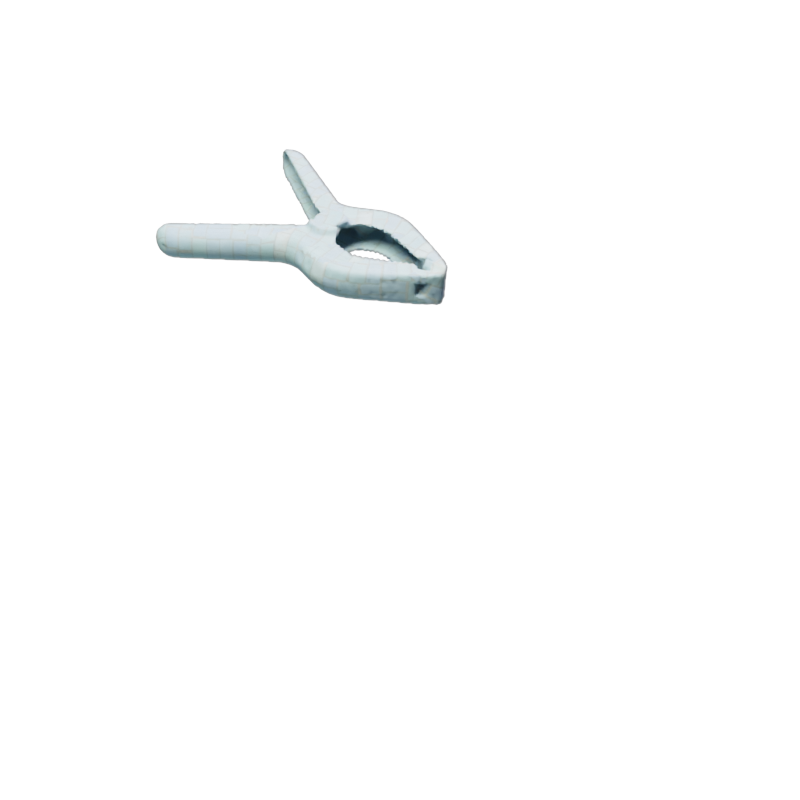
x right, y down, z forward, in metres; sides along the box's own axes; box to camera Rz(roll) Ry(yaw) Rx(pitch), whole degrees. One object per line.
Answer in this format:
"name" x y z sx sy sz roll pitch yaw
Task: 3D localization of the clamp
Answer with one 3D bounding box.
"clamp" -0.064 -0.117 0.819 0.224 0.034 0.165 30 48 31
